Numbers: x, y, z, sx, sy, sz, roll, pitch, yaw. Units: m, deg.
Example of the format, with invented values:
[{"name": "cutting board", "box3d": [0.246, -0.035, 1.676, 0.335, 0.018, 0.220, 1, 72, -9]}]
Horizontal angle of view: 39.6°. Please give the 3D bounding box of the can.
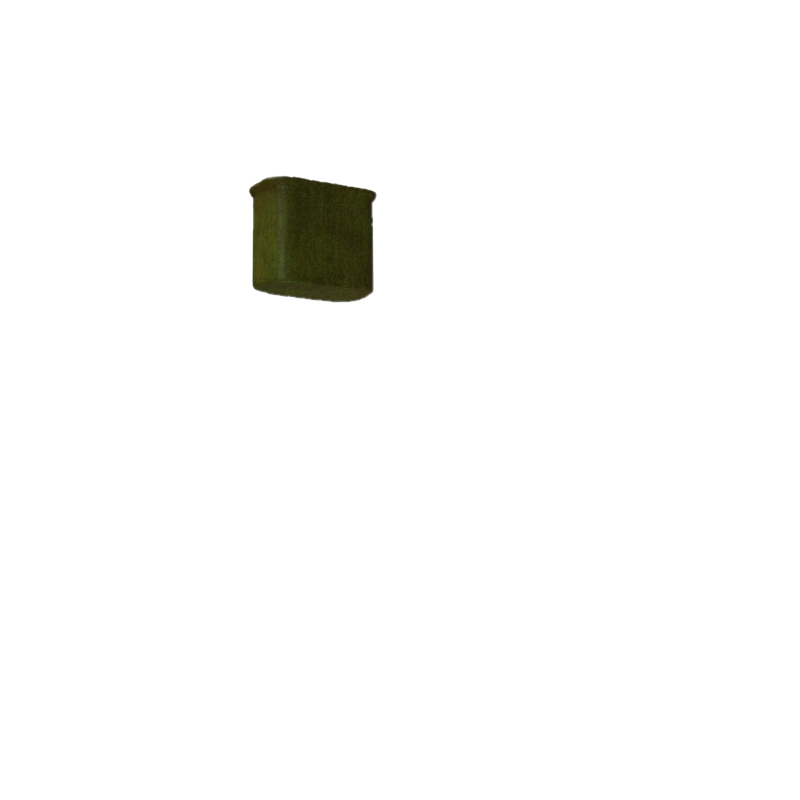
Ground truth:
[{"name": "can", "box3d": [-0.069, -0.126, 0.883, 0.098, 0.086, 0.058, 6, -13, -31]}]
